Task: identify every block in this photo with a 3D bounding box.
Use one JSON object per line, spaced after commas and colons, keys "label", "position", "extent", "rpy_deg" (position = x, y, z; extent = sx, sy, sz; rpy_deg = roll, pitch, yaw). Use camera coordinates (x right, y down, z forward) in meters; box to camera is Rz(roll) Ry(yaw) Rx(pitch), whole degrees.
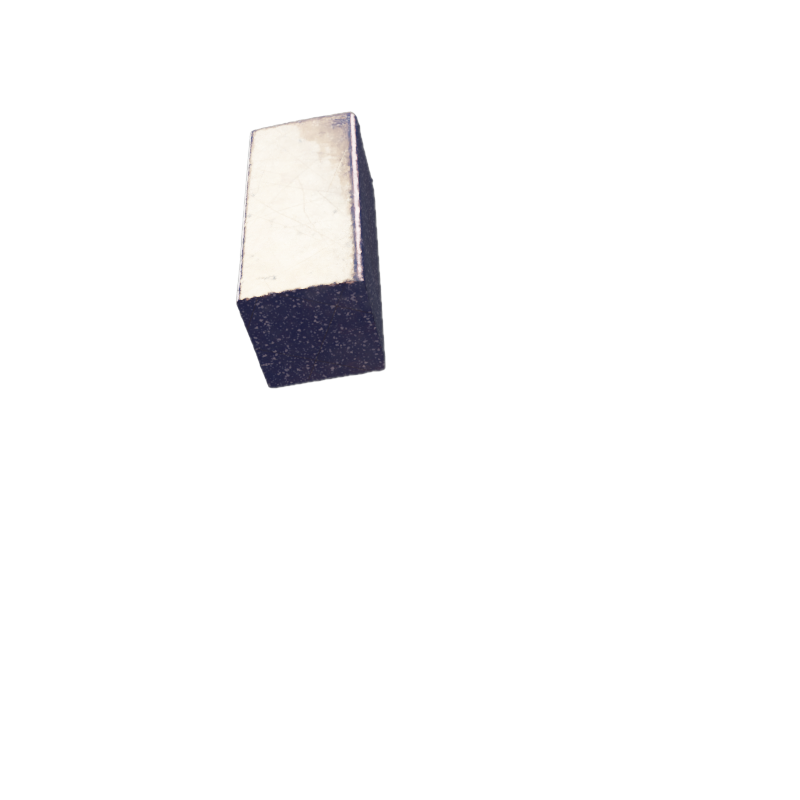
{"label": "block", "position": [-0.066, -0.121, 0.845], "extent": [0.091, 0.084, 0.221], "rpy_deg": [-10, 43, 6]}
